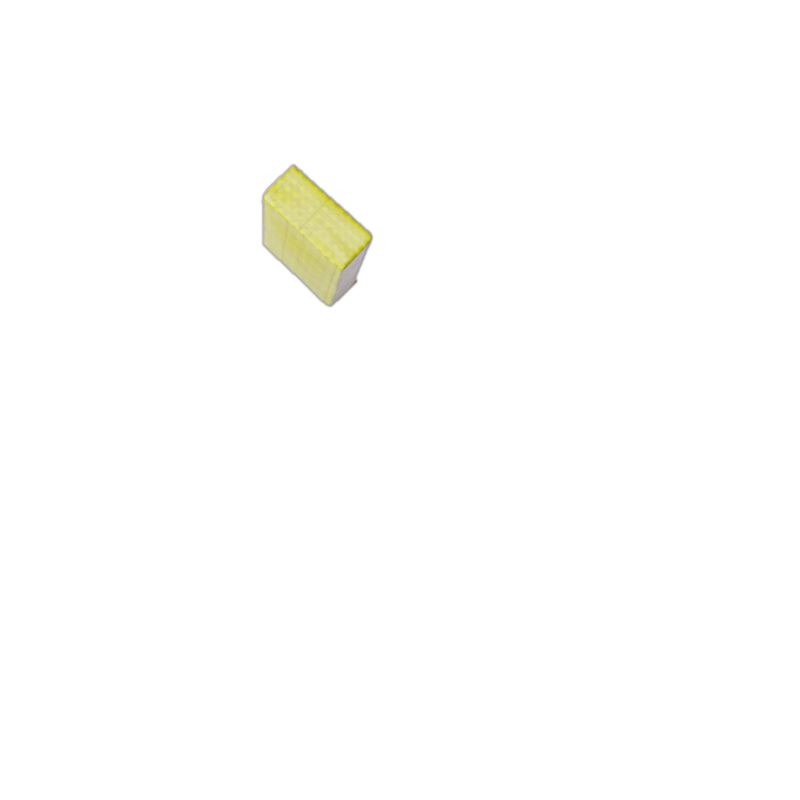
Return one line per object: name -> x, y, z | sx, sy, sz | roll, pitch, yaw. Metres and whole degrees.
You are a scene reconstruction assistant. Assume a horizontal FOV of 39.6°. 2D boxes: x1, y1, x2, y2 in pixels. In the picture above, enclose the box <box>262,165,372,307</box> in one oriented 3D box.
box -> -0.078, -0.141, 0.989 | 0.095, 0.048, 0.173 | 43, -6, 2
